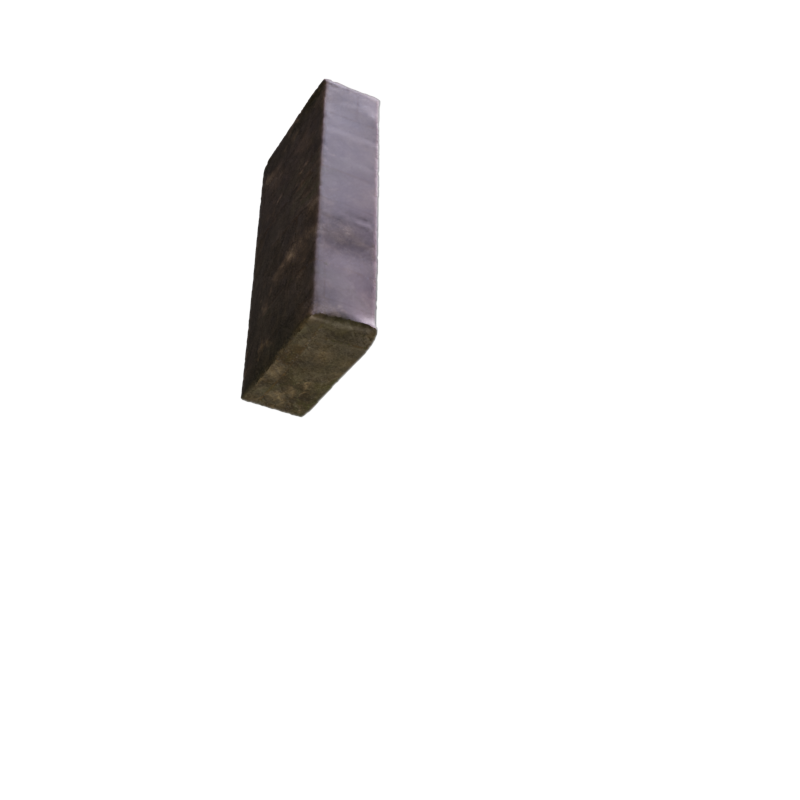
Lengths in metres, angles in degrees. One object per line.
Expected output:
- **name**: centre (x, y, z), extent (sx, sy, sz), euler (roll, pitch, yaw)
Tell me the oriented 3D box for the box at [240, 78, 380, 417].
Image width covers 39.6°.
- **box**: centre (-0.050, -0.091, 0.637), extent (0.046, 0.189, 0.091), euler (17, -40, -25)
